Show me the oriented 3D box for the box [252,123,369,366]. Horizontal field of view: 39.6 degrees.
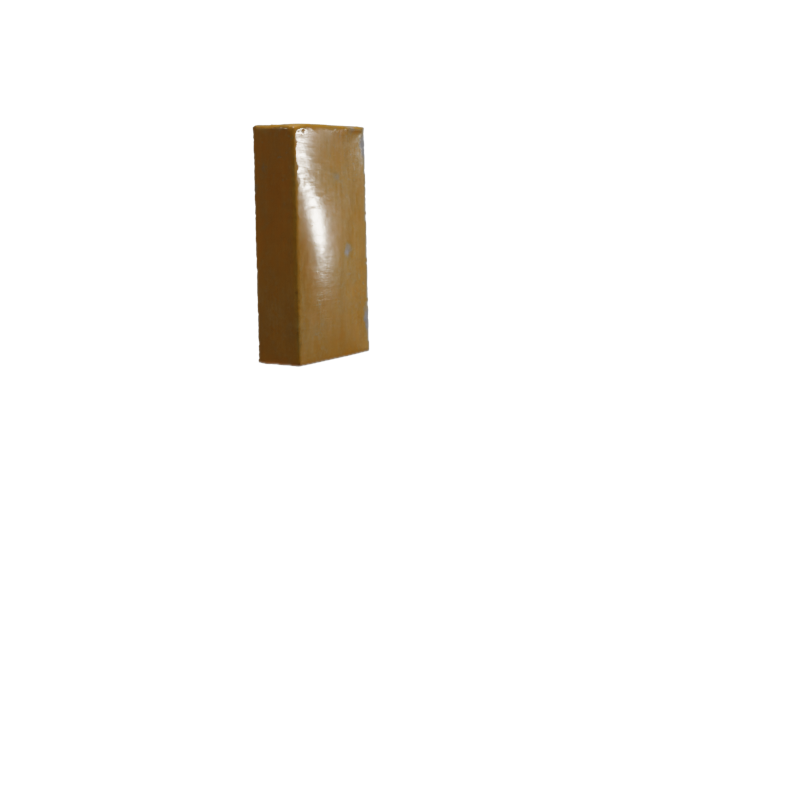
[{"bbox_3d":[-0.066,-0.120,0.839,0.050,0.174,0.091,4,7,34],"label":"box"}]
